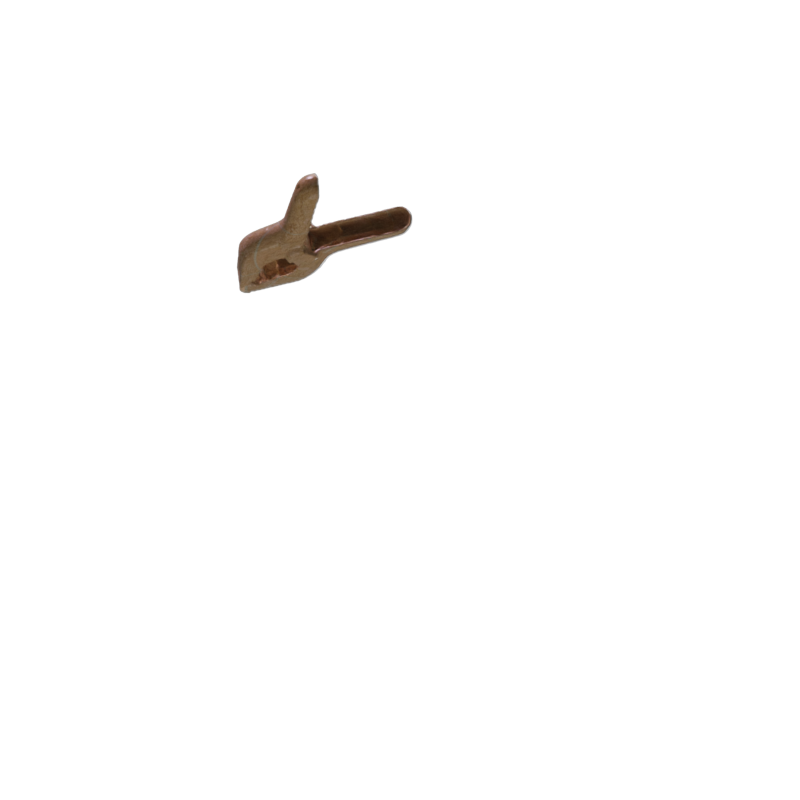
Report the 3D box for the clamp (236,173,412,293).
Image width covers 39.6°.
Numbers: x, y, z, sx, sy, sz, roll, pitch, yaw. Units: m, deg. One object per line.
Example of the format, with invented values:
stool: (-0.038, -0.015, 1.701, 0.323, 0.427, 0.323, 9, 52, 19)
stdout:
clamp: (-0.075, -0.137, 0.962, 0.114, 0.041, 0.170, 16, -28, -32)
